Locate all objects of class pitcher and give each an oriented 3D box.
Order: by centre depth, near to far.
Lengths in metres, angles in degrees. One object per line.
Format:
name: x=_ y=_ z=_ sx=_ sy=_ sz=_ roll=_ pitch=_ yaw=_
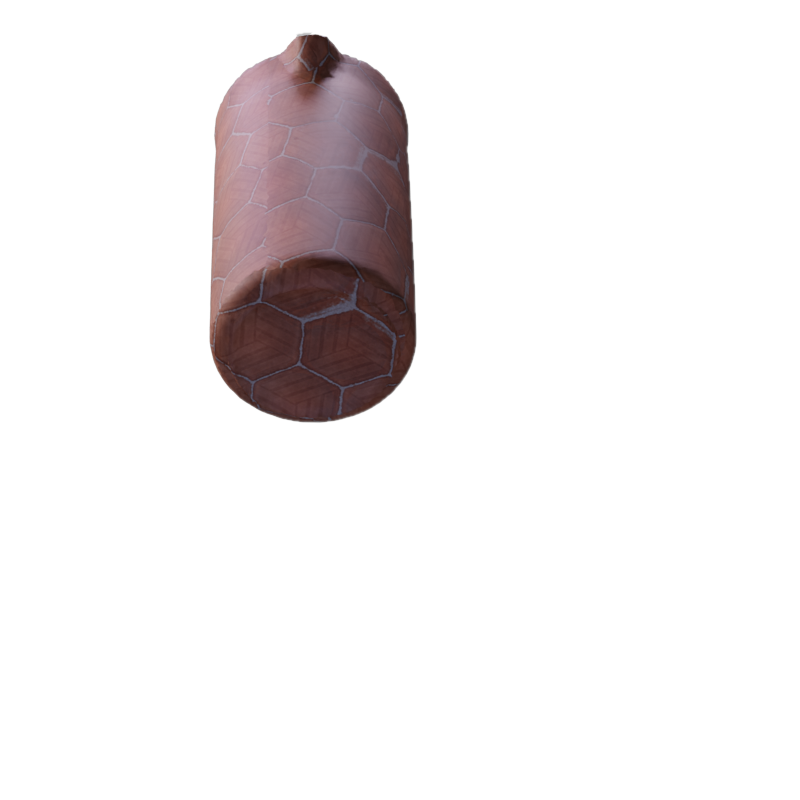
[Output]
pitcher: x=-0.053 y=-0.096 z=0.674 sx=0.144 sy=0.260 sz=0.140 roll=-36 pitch=-58 yaw=23
